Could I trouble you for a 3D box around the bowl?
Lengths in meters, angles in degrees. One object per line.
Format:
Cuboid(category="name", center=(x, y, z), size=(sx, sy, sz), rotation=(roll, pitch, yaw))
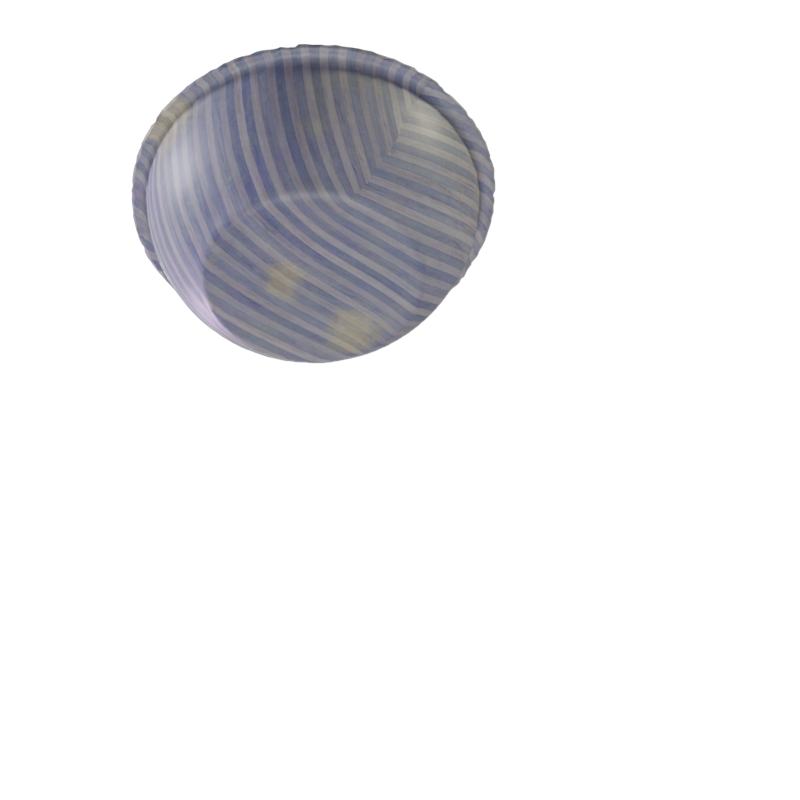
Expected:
Cuboid(category="bowl", center=(-0.037, -0.068, 0.474), size=(0.162, 0.151, 0.059), rotation=(1, 41, -1))
